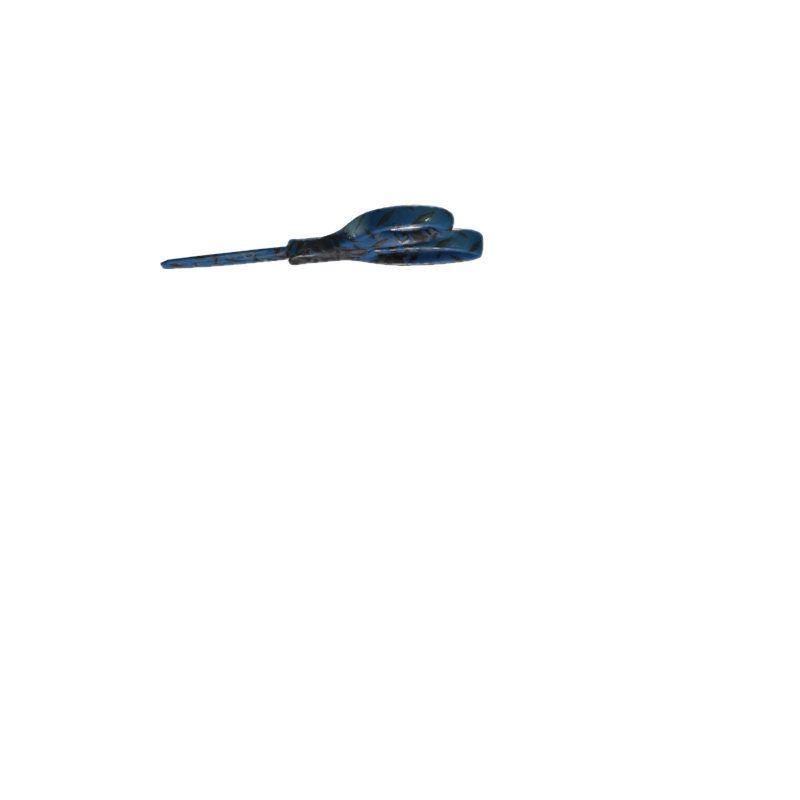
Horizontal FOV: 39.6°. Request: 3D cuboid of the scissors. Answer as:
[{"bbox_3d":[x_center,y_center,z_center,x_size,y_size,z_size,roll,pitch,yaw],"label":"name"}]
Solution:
[{"bbox_3d":[-0.051,-0.094,0.656,0.203,0.016,0.093,-1,-10,3],"label":"scissors"}]
